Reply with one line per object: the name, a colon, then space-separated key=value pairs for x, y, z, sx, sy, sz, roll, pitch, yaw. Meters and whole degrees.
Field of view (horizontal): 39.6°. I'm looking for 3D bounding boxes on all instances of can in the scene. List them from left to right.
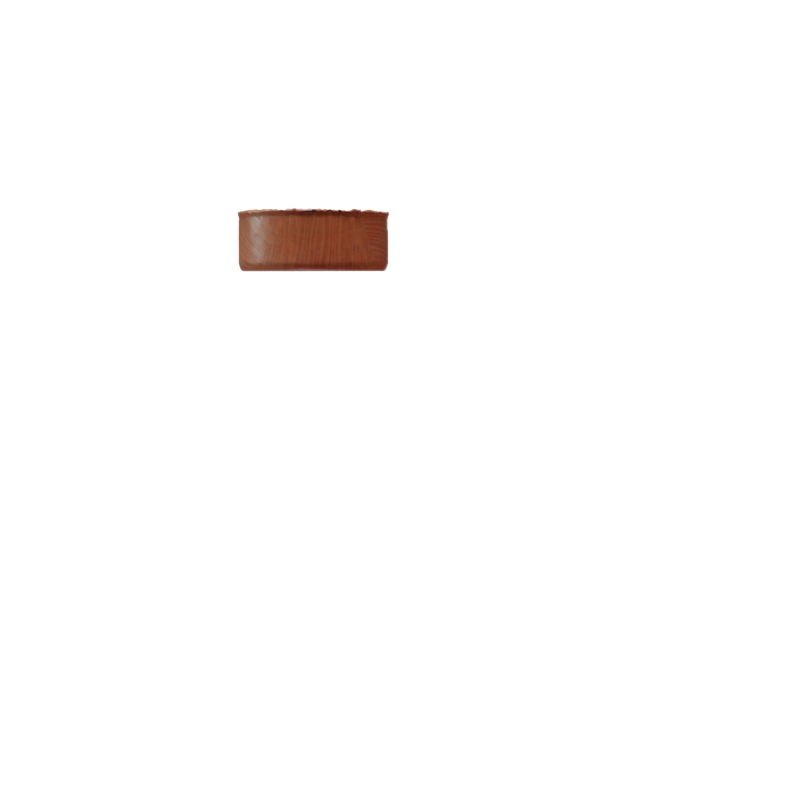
can: x=-0.049 y=-0.090 z=0.627 sx=0.086 sy=0.033 sz=0.087 roll=0 pitch=6 yaw=-2
